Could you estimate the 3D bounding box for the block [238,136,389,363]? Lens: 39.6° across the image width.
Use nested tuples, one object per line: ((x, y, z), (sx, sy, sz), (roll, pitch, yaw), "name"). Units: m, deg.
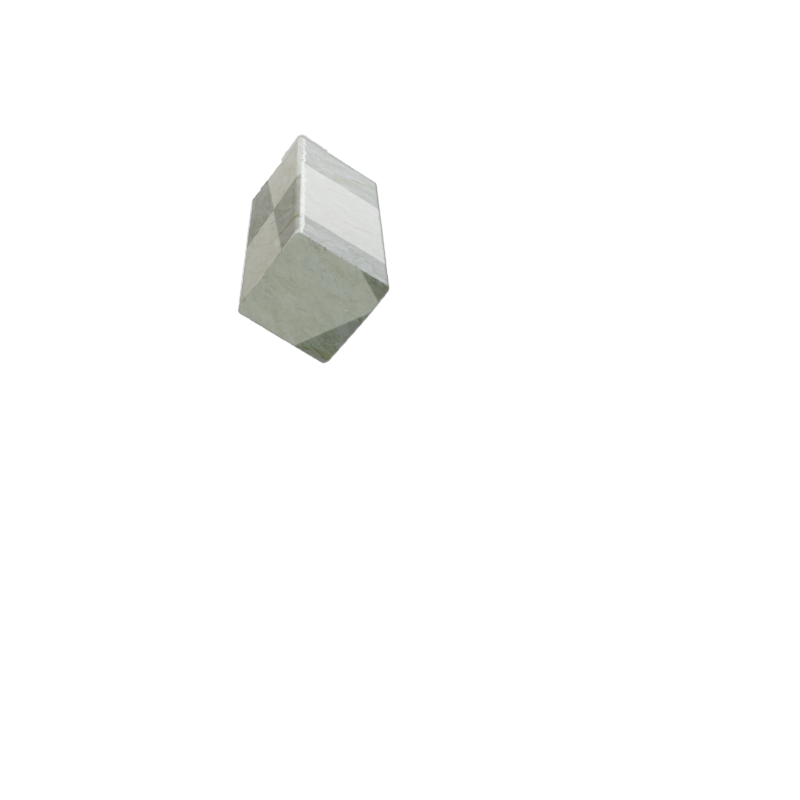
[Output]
((-0.076, -0.137, 0.964), (0.087, 0.088, 0.219), (31, 25, -21), "block")
